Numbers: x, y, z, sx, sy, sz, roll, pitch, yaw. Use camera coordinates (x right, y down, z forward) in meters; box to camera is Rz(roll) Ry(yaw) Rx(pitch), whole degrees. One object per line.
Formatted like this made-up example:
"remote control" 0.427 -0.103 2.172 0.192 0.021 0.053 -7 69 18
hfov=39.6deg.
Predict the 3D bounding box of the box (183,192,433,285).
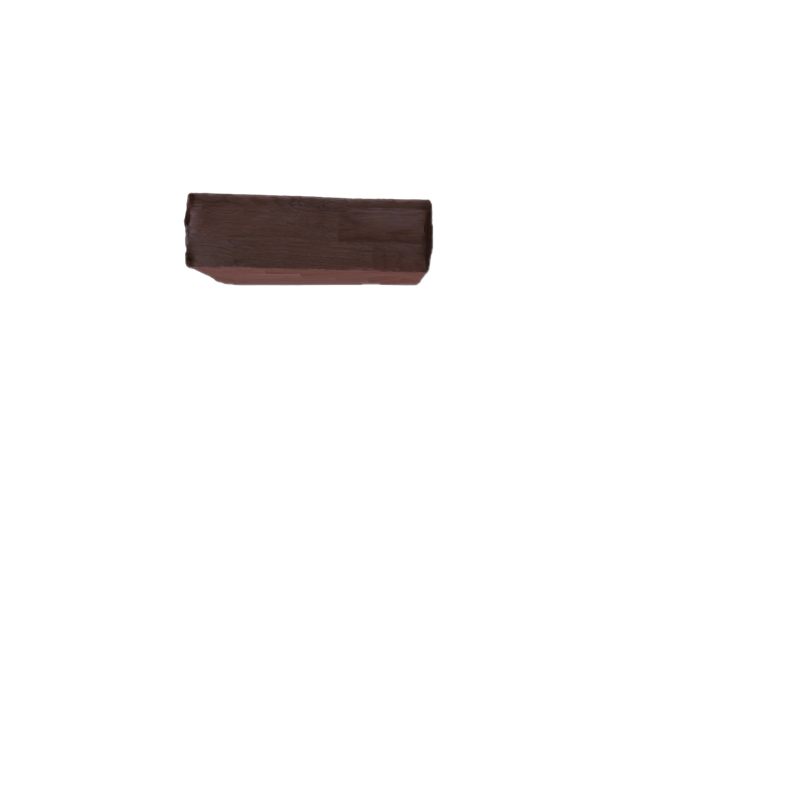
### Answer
"box" -0.042 -0.077 0.538 0.114 0.039 0.089 0 0 1
